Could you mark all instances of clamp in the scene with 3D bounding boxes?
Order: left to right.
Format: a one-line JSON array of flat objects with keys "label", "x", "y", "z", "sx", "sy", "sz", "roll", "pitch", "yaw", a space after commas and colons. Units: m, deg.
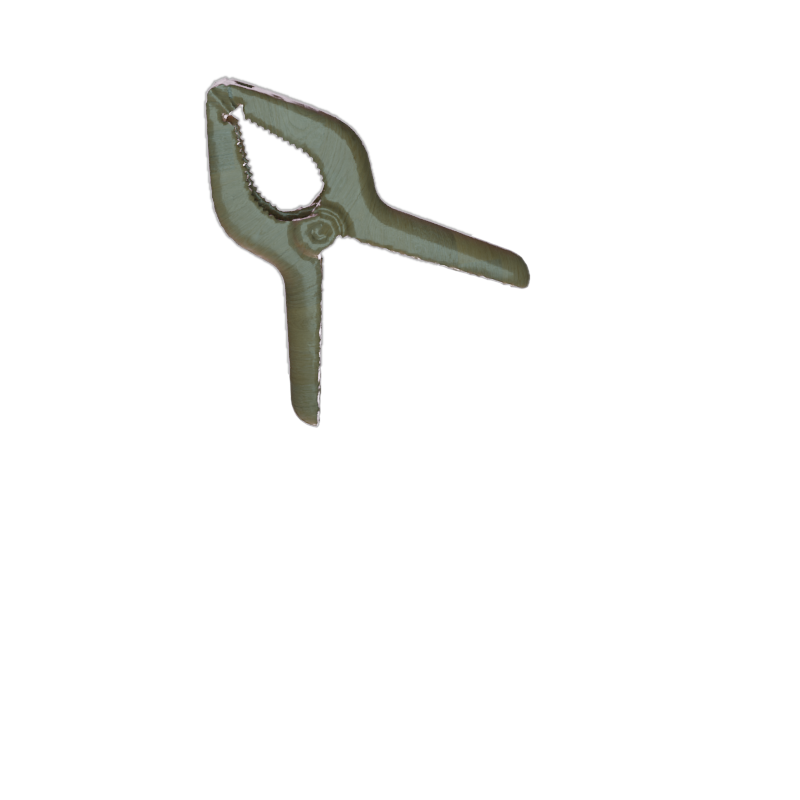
[{"label": "clamp", "x": -0.051, "y": -0.092, "z": 0.645, "sx": 0.163, "sy": 0.204, "sz": 0.038, "roll": -42, "pitch": 12, "yaw": 11}]
